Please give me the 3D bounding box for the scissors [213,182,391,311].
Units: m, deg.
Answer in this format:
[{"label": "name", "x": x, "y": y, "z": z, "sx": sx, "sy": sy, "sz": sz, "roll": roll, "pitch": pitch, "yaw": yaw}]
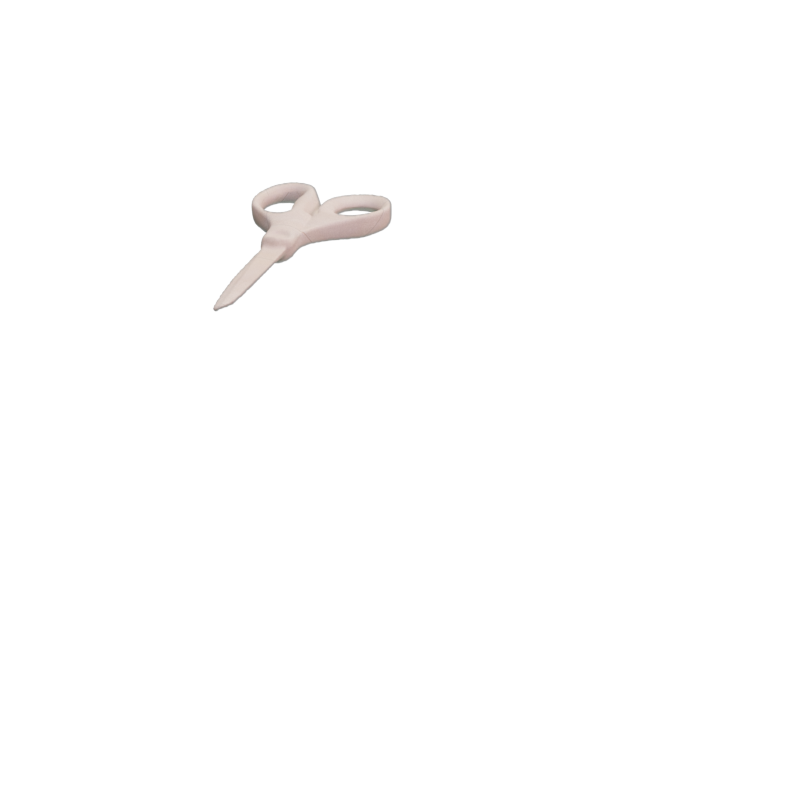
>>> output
[{"label": "scissors", "x": -0.049, "y": -0.090, "z": 0.632, "sx": 0.096, "sy": 0.015, "sz": 0.212, "roll": -1, "pitch": 26, "yaw": -3}]
